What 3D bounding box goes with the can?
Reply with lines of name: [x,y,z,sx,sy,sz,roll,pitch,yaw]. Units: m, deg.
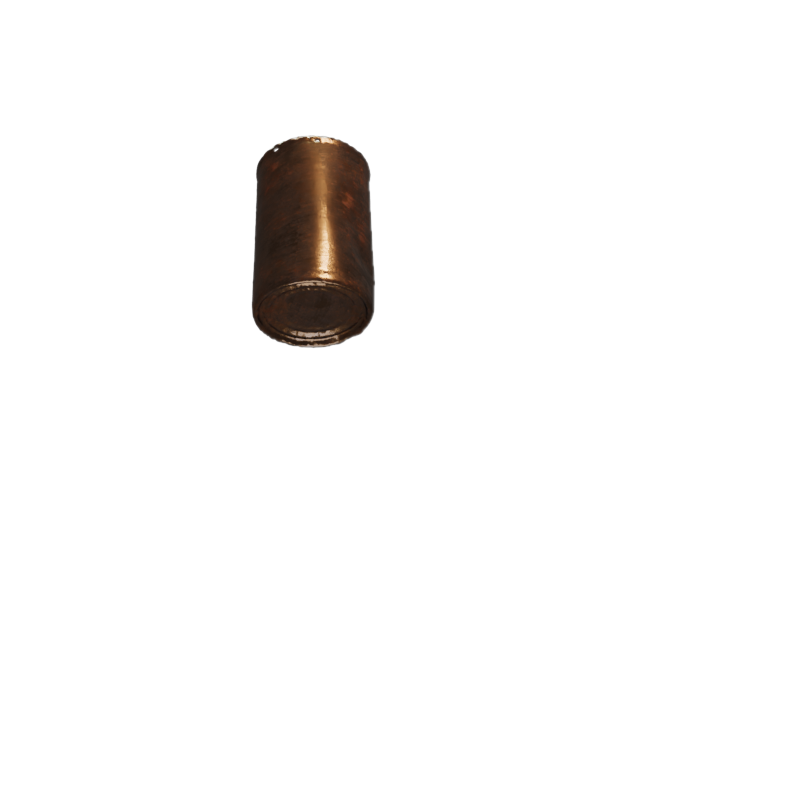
can: [-0.049,-0.090,0.627,0.068,0.109,0.064,-1,-34,-2]
